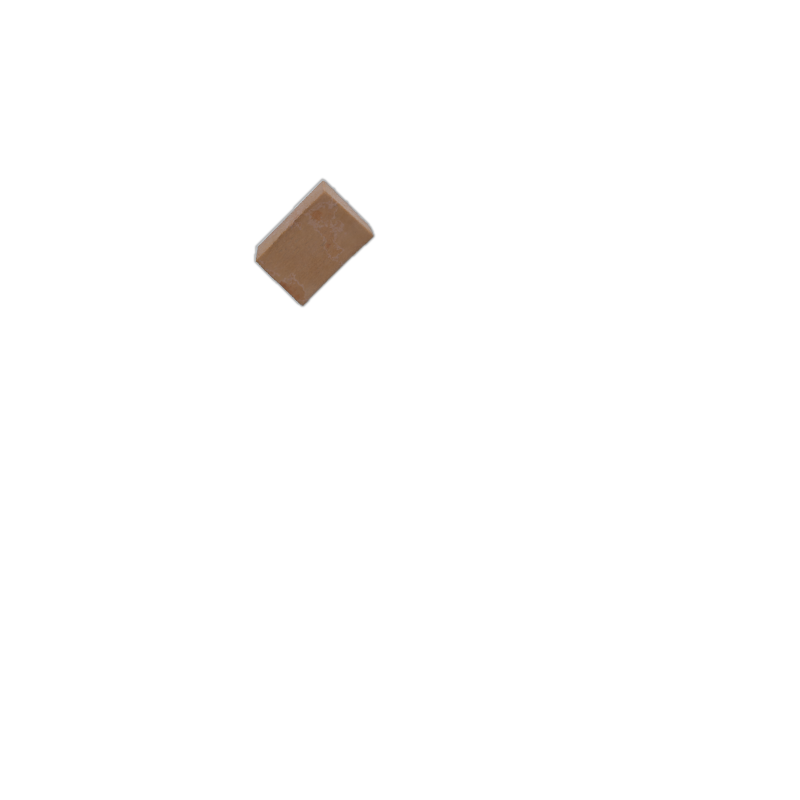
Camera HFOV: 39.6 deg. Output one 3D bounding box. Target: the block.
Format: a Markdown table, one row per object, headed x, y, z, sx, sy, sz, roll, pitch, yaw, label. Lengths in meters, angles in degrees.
| x | y | z | sx | sy | sz | roll | pitch | yaw | label |
| --- | --- | --- | --- | --- | --- | --- | --- | --- | --- |
| -0.066 | -0.121 | 0.844 | 0.077 | 0.051 | 0.053 | -43 | 14 | 10 | block |
